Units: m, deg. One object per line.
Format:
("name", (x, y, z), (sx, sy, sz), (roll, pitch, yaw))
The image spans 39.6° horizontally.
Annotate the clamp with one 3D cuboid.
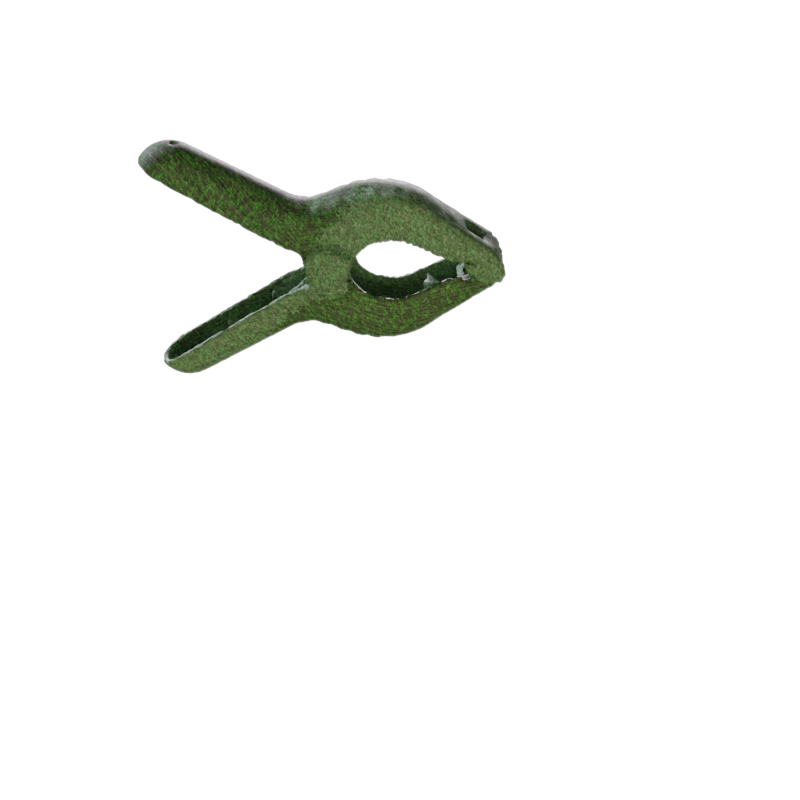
("clamp", (-0.040, -0.074, 0.515), (0.172, 0.112, 0.042), (-9, 36, 6))
